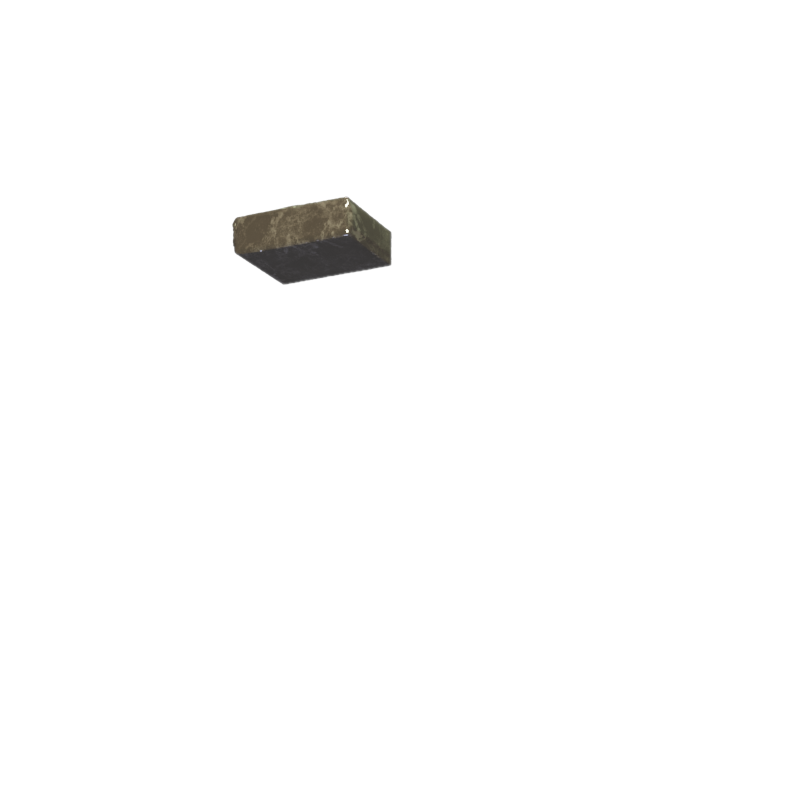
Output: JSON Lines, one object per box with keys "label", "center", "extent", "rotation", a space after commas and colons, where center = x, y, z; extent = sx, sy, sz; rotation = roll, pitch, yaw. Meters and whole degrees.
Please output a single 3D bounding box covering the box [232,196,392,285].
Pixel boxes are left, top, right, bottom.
{"label": "box", "center": [-0.060, -0.109, 0.766], "extent": [0.091, 0.031, 0.069], "rotation": [-6, -15, 24]}
